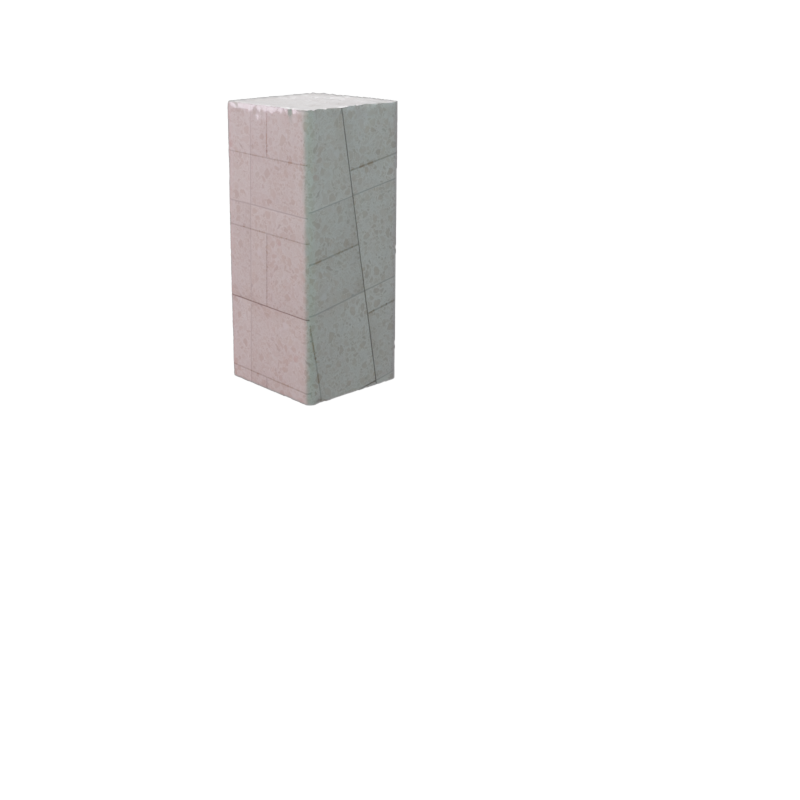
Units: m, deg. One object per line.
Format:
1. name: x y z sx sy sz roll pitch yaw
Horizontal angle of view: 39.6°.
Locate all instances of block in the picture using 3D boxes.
1. block: -0.064 -0.115 0.806 0.088 0.199 0.096 -13 21 -42
